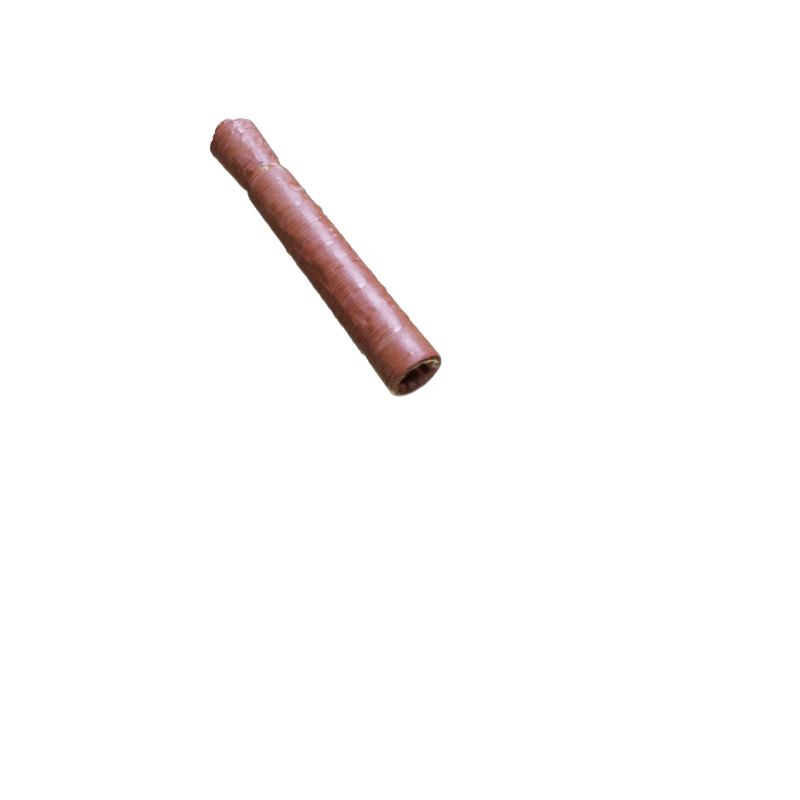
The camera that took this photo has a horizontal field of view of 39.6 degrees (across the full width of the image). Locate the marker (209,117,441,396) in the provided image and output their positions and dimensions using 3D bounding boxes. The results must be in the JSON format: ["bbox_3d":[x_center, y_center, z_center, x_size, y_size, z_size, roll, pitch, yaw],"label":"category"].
[{"bbox_3d":[-0.029,-0.052,0.366,0.019,0.019,0.130,-2,46,-46],"label":"marker"}]
